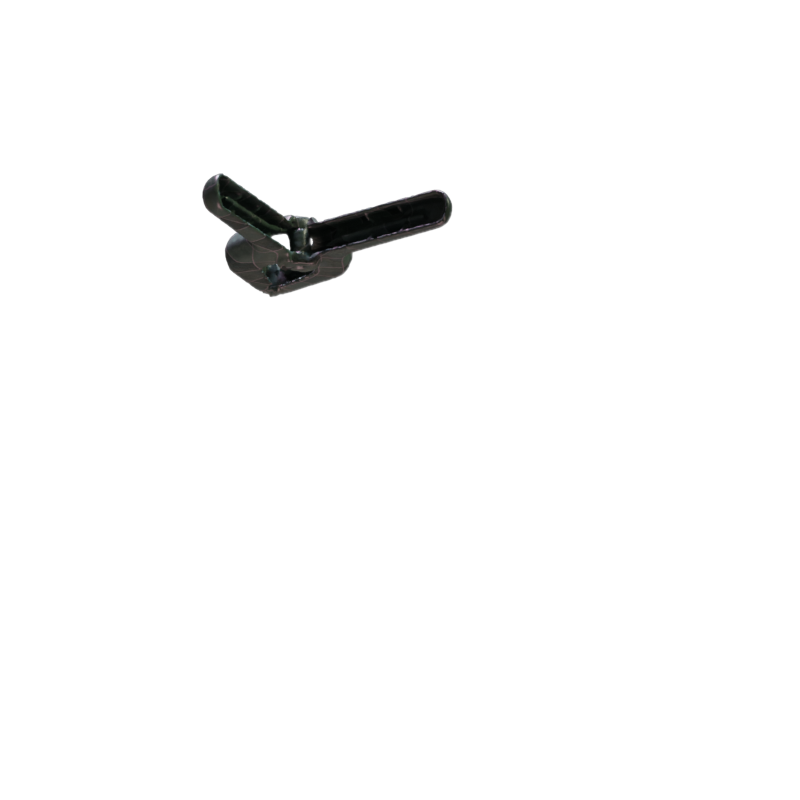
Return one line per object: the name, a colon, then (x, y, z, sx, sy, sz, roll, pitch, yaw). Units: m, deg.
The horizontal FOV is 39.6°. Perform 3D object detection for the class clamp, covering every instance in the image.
clamp: (-0.062, -0.113, 0.794, 0.162, 0.038, 0.206, 2, -11, -10)
